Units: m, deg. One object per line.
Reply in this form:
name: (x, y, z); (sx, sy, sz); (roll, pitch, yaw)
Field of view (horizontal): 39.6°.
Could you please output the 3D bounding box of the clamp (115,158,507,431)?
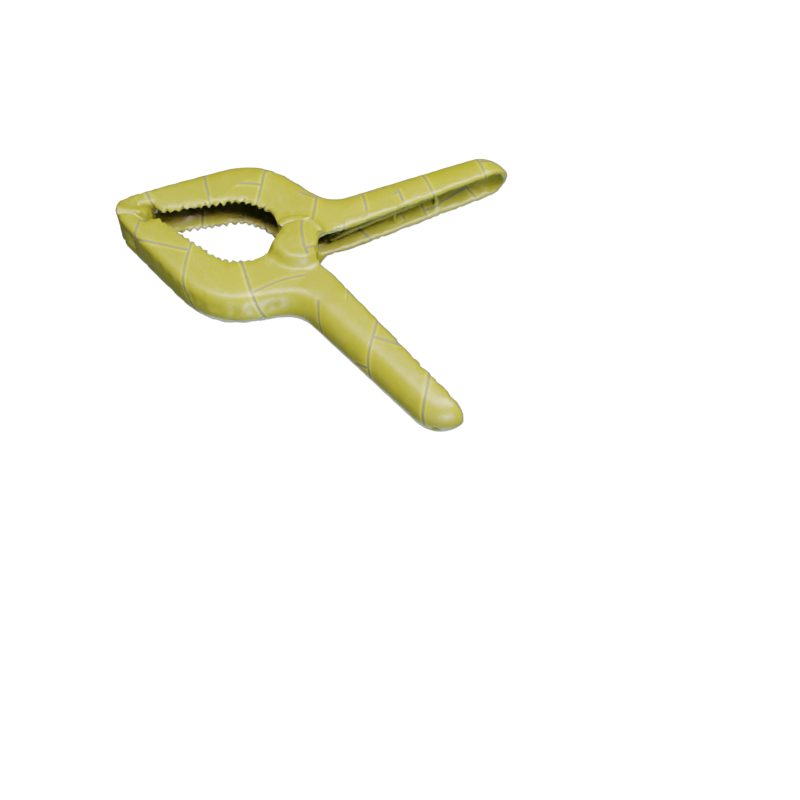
clamp: (-0.047, -0.085, 0.598); (0.214, 0.172, 0.034); (17, -31, 10)
